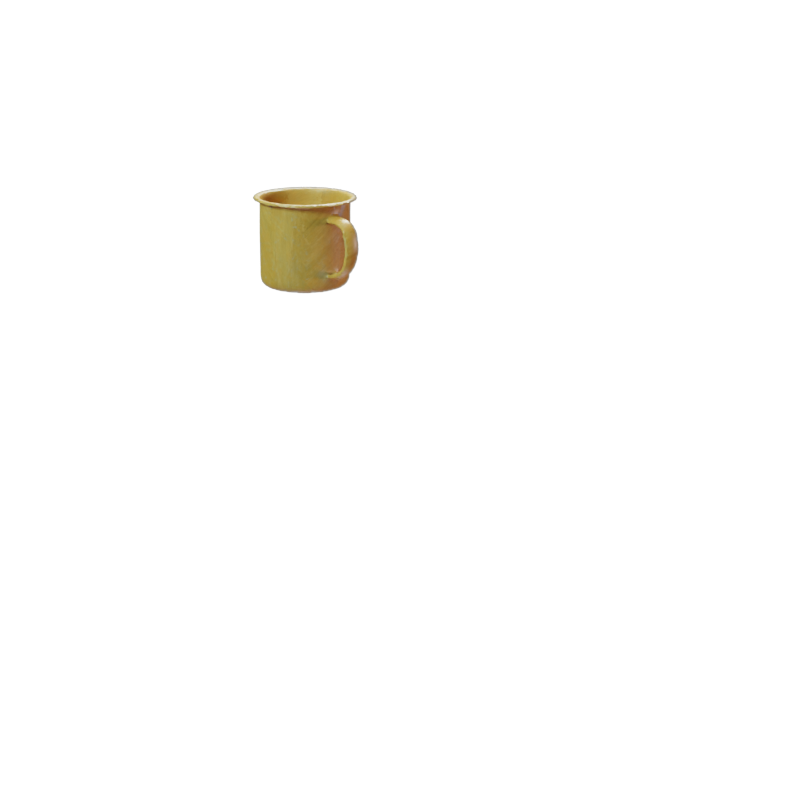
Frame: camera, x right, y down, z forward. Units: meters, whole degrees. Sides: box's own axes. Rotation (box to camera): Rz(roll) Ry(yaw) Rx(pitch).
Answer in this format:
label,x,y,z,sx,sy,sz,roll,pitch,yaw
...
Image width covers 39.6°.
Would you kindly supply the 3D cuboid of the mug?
label,x,y,z,sx,sy,sz,roll,pitch,yaw
mug,-0.078,-0.142,0.998,0.091,0.079,0.124,-15,24,-40
